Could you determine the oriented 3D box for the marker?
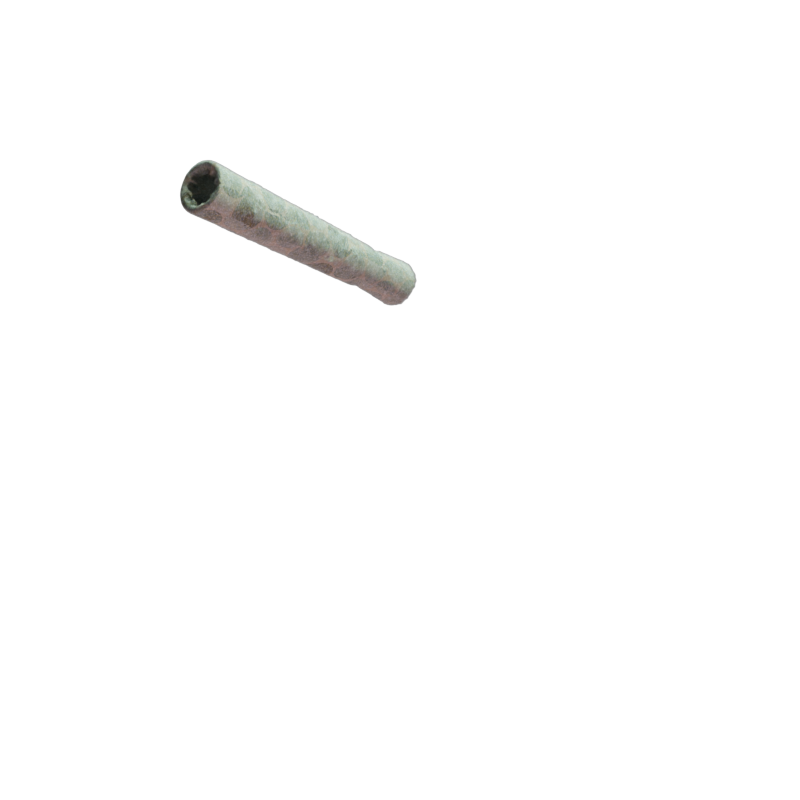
[{"bbox_3d":[-0.032,-0.058,0.404,0.021,0.020,0.113,3,-10,38],"label":"marker"}]
